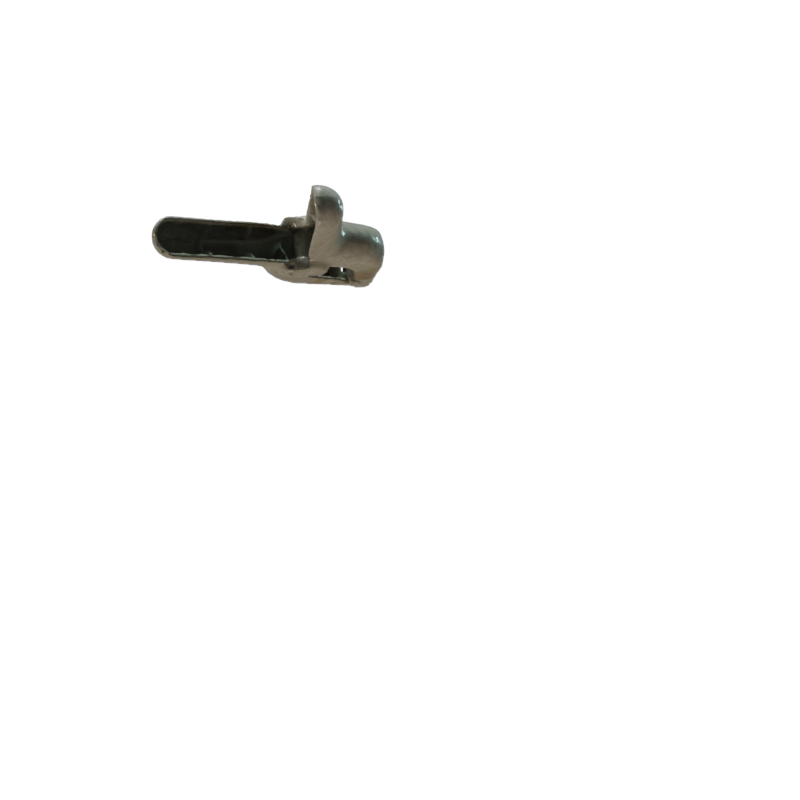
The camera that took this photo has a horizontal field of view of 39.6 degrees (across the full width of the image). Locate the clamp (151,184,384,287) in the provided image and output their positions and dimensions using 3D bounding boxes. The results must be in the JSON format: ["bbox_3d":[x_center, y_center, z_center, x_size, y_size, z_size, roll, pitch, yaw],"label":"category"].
[{"bbox_3d":[-0.053,-0.097,0.677,0.124,0.040,0.164,-1,-1,35],"label":"clamp"}]
